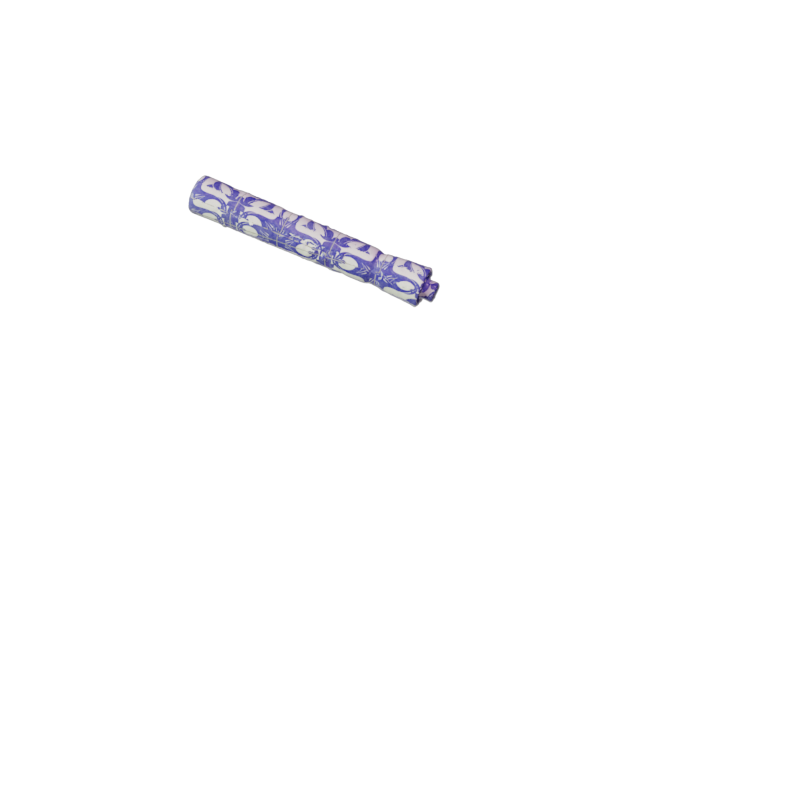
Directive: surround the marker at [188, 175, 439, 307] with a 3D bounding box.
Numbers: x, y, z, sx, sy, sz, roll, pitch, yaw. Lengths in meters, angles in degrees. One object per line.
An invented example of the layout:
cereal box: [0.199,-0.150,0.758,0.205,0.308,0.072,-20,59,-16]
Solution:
marker: [-0.039,-0.072,0.504,0.124,0.019,0.019,24,9,13]
